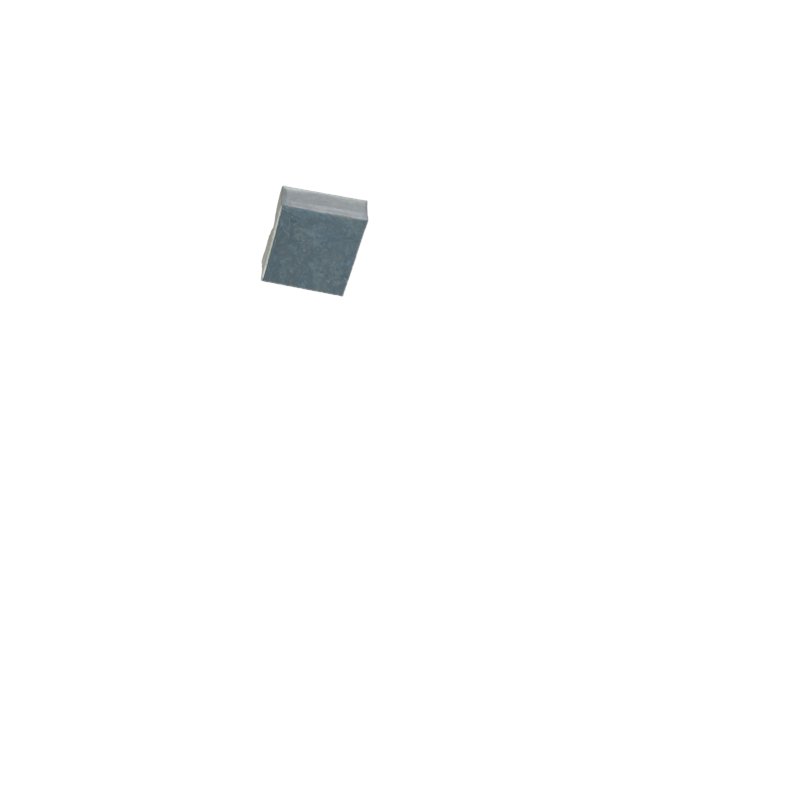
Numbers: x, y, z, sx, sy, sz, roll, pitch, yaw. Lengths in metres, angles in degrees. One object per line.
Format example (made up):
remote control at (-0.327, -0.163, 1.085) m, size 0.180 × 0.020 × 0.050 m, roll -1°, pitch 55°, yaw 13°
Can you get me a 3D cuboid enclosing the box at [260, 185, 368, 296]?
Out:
box at (-0.073, -0.132, 0.927) m, size 0.072 × 0.084 × 0.032 m, roll 10°, pitch 43°, yaw -11°
